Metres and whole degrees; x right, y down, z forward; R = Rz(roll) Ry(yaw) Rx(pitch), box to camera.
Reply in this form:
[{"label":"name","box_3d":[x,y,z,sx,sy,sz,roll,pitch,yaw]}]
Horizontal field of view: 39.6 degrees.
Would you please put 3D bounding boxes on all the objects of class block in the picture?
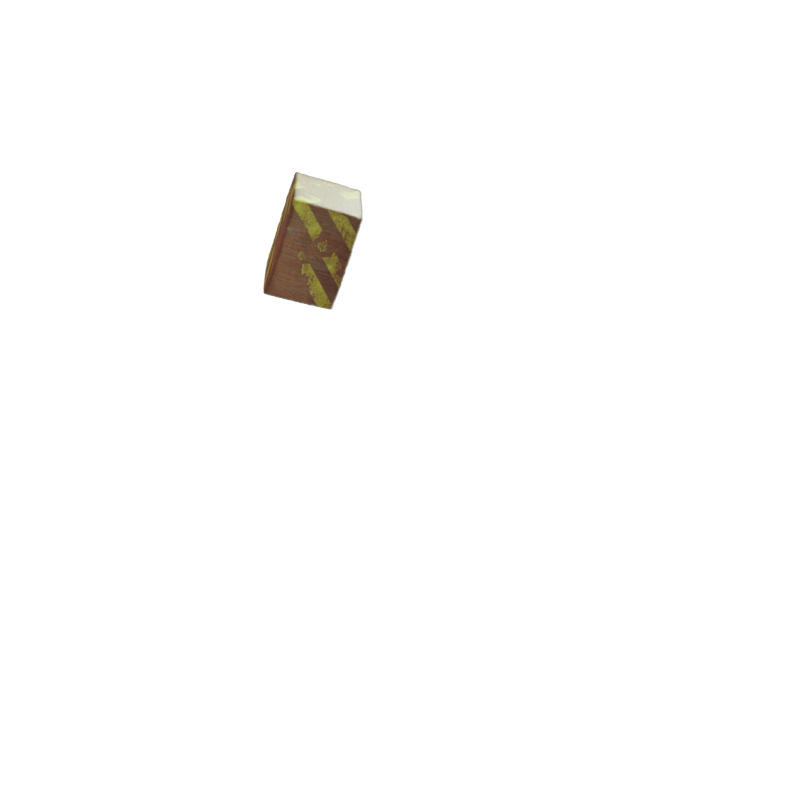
[{"label":"block","box_3d":[-0.063,-0.114,0.799,0.052,0.075,0.054,16,26,-11]}]
